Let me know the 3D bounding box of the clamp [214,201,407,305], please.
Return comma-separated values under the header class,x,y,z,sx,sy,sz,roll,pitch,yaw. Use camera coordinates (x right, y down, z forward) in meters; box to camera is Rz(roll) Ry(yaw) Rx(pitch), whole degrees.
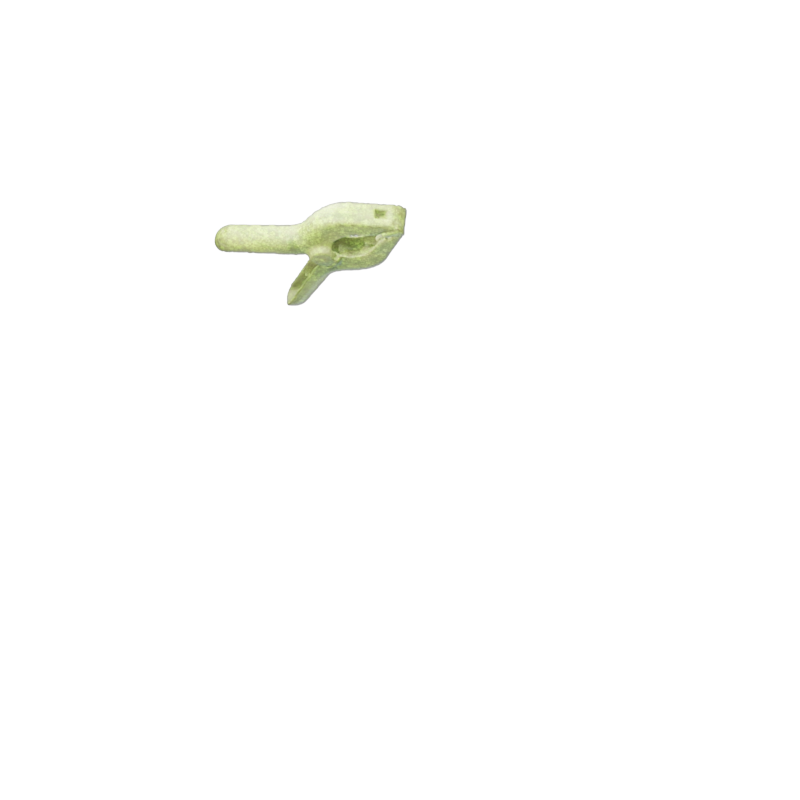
class,x,y,z,sx,sy,sz,roll,pitch,yaw
clamp,-0.076,-0.139,0.977,0.172,0.042,0.112,-23,-35,37
